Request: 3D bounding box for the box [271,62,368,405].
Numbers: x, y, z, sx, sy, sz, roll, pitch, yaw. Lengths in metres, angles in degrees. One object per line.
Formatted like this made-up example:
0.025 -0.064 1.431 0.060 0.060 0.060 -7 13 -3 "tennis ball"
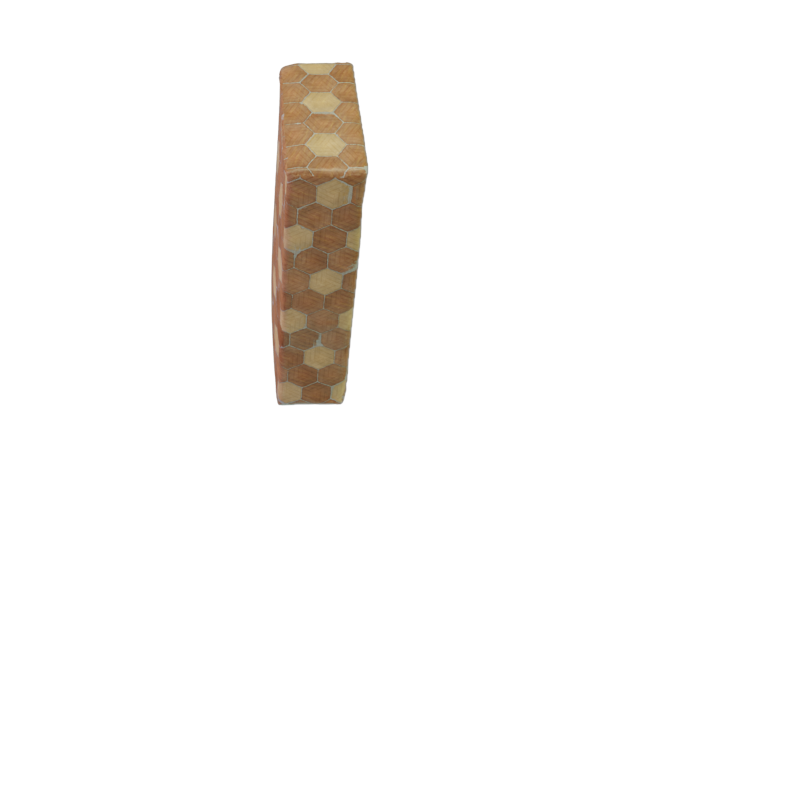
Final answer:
-0.048 -0.087 0.606 0.048 0.101 0.164 -2 -43 -6 "box"
